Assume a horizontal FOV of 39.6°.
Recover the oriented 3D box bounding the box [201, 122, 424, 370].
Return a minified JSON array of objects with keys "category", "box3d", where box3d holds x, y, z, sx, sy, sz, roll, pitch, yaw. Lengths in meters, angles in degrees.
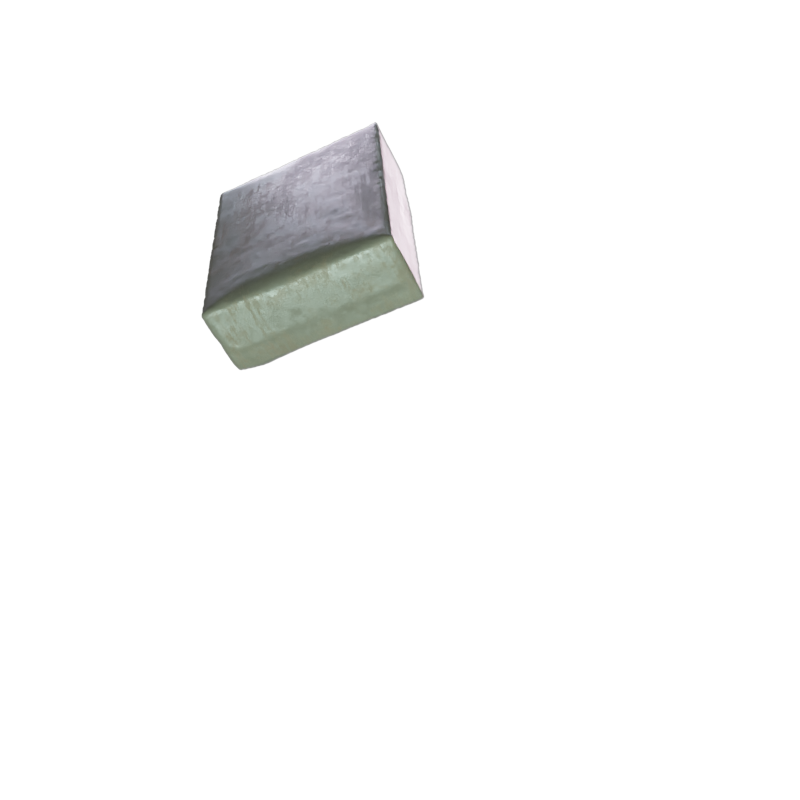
[{"category":"box","box3d":[-0.074,-0.134,0.940,0.165,0.067,0.228,-22,33,11]}]
